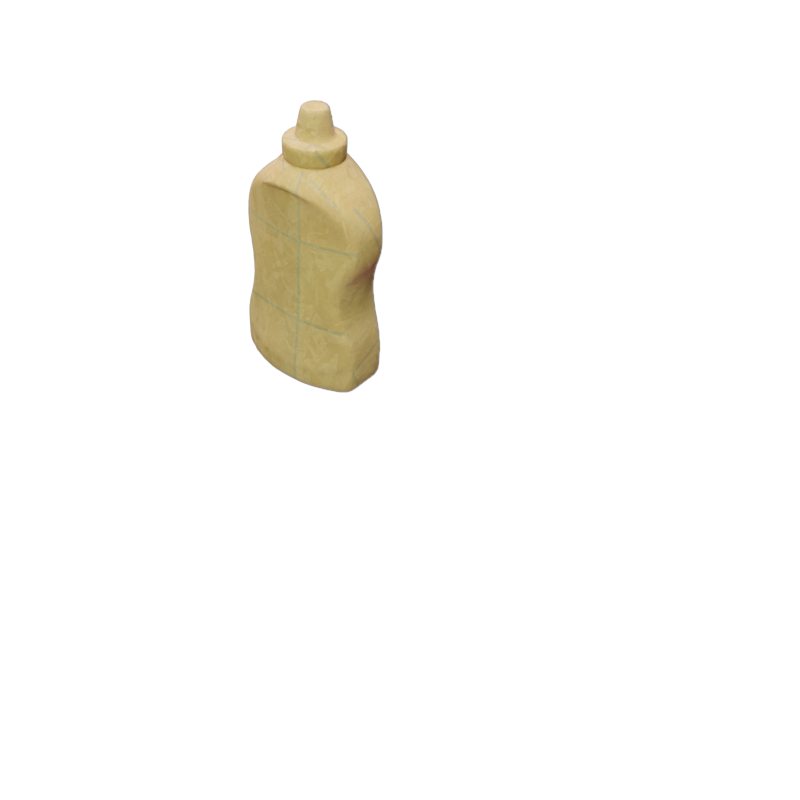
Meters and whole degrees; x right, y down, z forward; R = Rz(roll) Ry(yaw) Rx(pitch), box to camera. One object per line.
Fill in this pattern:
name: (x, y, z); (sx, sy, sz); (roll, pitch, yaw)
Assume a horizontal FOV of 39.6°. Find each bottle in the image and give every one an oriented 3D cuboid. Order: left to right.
bottle: (-0.056, -0.103, 0.719); (0.102, 0.180, 0.058); (29, 42, 33)
